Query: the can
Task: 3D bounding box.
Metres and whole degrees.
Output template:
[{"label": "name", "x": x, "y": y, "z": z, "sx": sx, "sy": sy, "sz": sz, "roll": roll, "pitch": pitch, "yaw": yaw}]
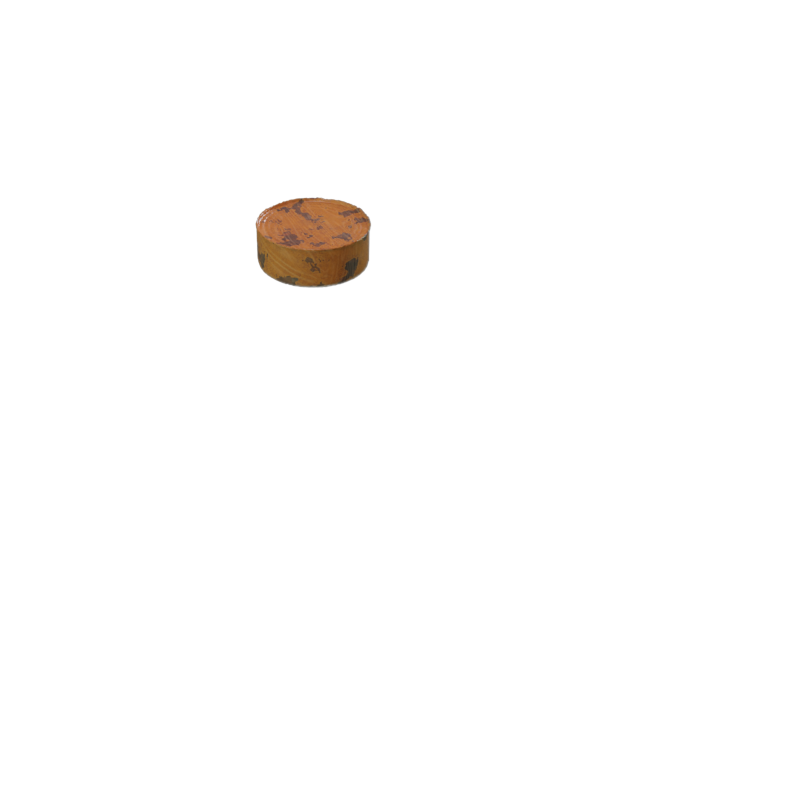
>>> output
[{"label": "can", "x": -0.065, "y": -0.119, "z": 0.831, "sx": 0.086, "sy": 0.032, "sz": 0.091, "roll": -1, "pitch": 33, "yaw": -2}]
